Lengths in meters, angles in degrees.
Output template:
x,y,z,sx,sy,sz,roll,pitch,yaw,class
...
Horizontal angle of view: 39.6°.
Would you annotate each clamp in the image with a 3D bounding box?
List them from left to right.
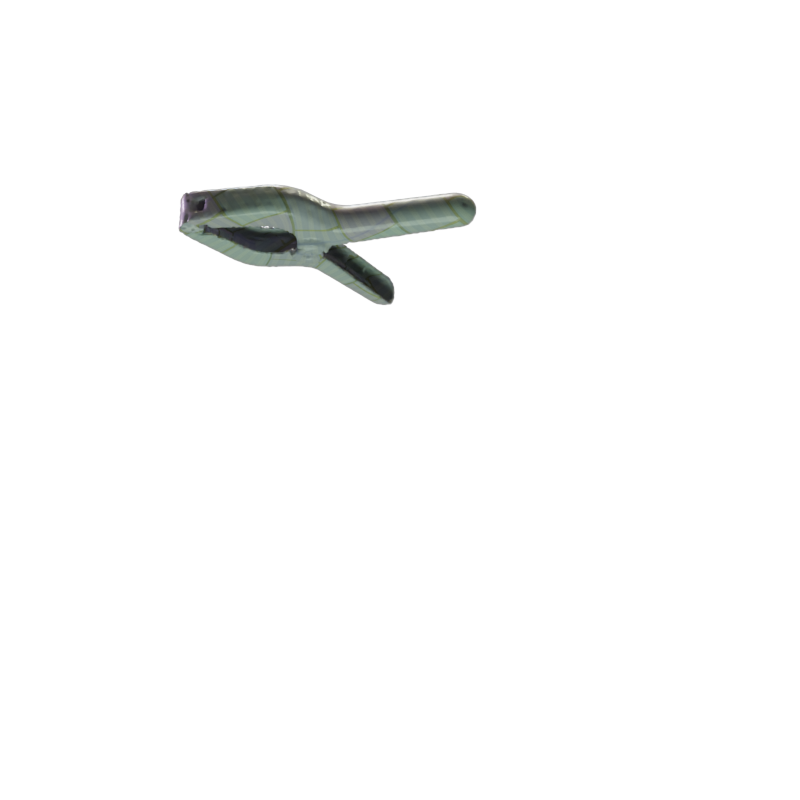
x,y,z,sx,sy,sz,roll,pitch,yaw,class
-0.067,-0.122,0.851,0.206,0.038,0.158,5,-23,-13,clamp
